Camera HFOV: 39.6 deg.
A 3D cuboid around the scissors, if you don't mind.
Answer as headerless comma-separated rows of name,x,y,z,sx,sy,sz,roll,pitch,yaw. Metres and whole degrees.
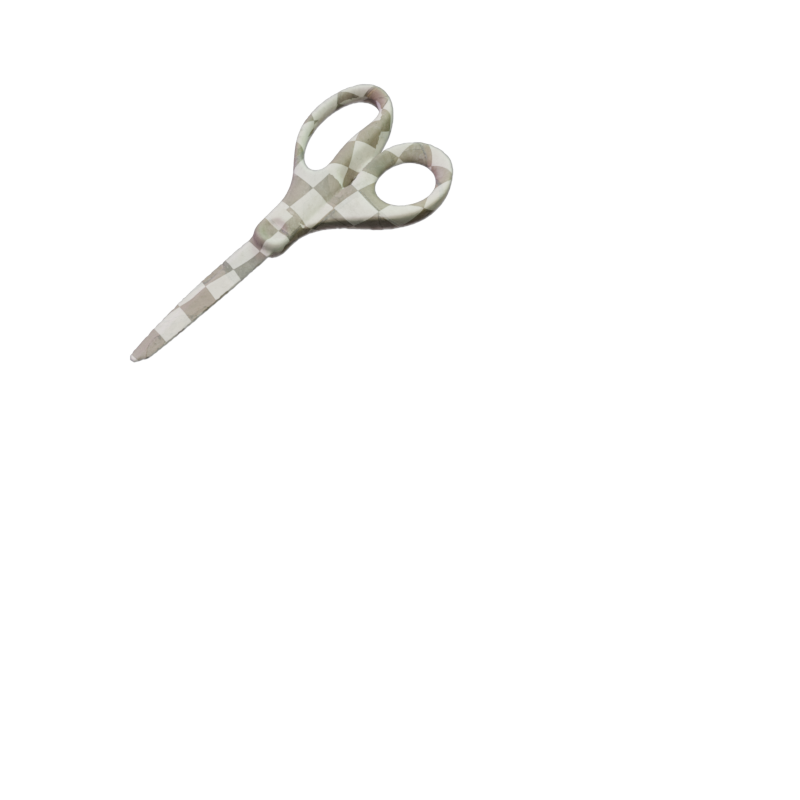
scissors,-0.045,-0.081,0.571,0.099,0.208,0.015,24,-25,12
